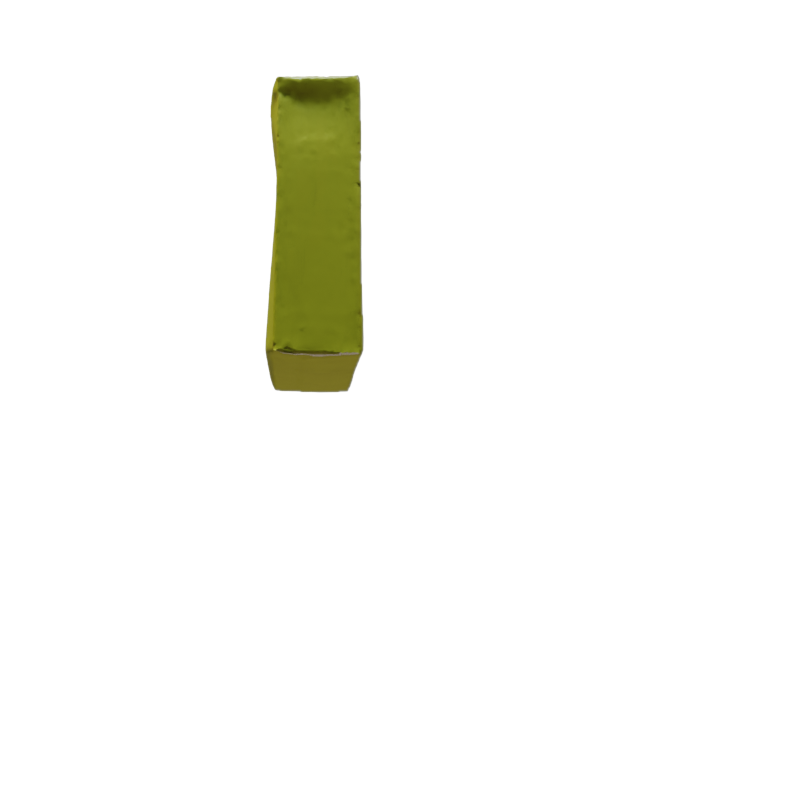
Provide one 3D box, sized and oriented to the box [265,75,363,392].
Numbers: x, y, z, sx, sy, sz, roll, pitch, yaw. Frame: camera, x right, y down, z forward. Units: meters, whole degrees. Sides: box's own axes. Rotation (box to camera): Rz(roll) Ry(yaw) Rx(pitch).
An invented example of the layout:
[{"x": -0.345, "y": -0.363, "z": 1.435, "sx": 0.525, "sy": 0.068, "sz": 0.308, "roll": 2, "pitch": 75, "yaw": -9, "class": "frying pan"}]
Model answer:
[{"x": -0.068, "y": -0.124, "z": 0.868, "sx": 0.071, "sy": 0.222, "sz": 0.159, "roll": 0, "pitch": -13, "yaw": -5, "class": "box"}]
